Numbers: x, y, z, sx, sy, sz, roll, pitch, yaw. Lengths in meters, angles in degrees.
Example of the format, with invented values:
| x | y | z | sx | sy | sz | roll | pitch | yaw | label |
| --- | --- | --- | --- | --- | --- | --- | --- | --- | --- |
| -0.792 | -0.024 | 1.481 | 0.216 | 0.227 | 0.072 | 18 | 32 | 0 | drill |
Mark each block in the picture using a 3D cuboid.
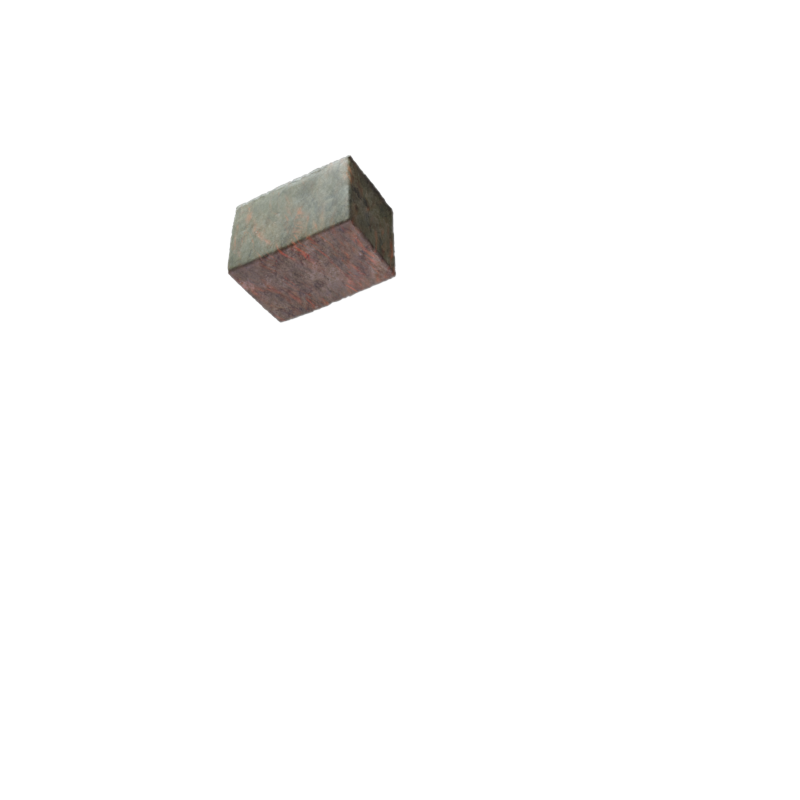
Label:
| x | y | z | sx | sy | sz | roll | pitch | yaw | label |
| --- | --- | --- | --- | --- | --- | --- | --- | --- | --- |
| -0.048 | -0.087 | 0.612 | 0.078 | 0.055 | 0.049 | -20 | -44 | 21 | block |
